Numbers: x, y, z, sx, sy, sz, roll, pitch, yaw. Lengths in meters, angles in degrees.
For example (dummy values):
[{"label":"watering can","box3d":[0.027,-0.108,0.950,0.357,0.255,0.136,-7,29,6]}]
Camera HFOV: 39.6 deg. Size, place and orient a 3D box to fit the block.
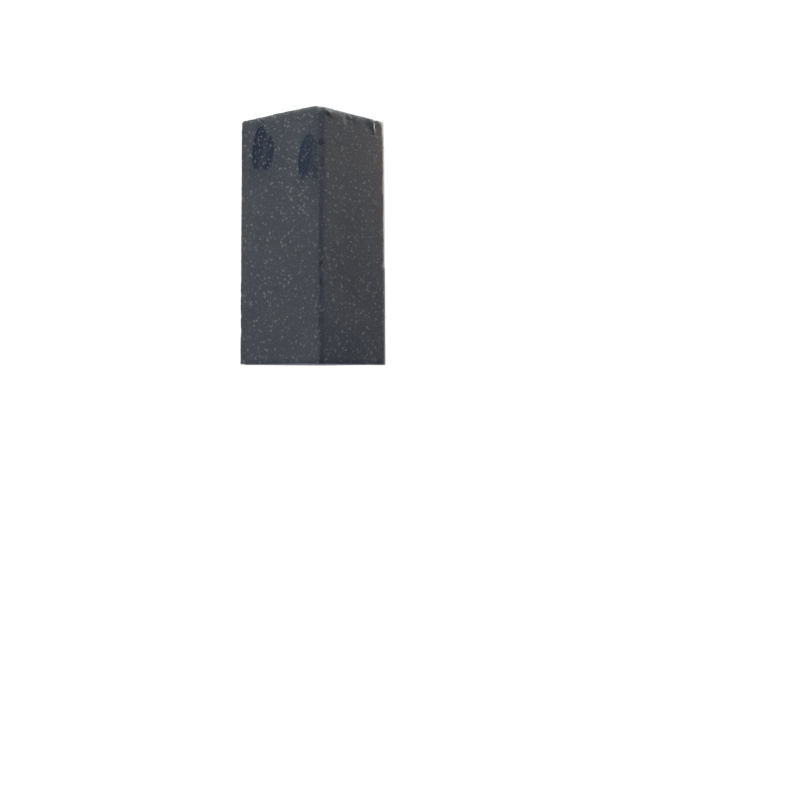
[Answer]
[{"label":"block","box3d":[-0.073,-0.133,0.932,0.093,0.209,0.086,-5,-7,40]}]
